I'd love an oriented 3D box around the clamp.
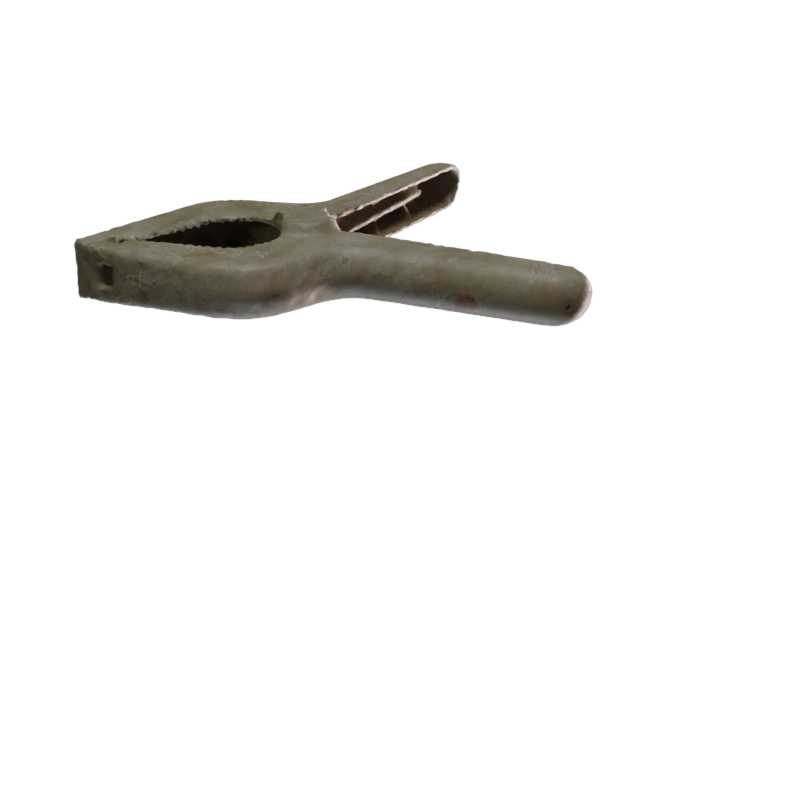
[{"bbox_3d":[-0.040,-0.072,0.507,0.208,0.034,0.175,-4,27,-7],"label":"clamp"}]
